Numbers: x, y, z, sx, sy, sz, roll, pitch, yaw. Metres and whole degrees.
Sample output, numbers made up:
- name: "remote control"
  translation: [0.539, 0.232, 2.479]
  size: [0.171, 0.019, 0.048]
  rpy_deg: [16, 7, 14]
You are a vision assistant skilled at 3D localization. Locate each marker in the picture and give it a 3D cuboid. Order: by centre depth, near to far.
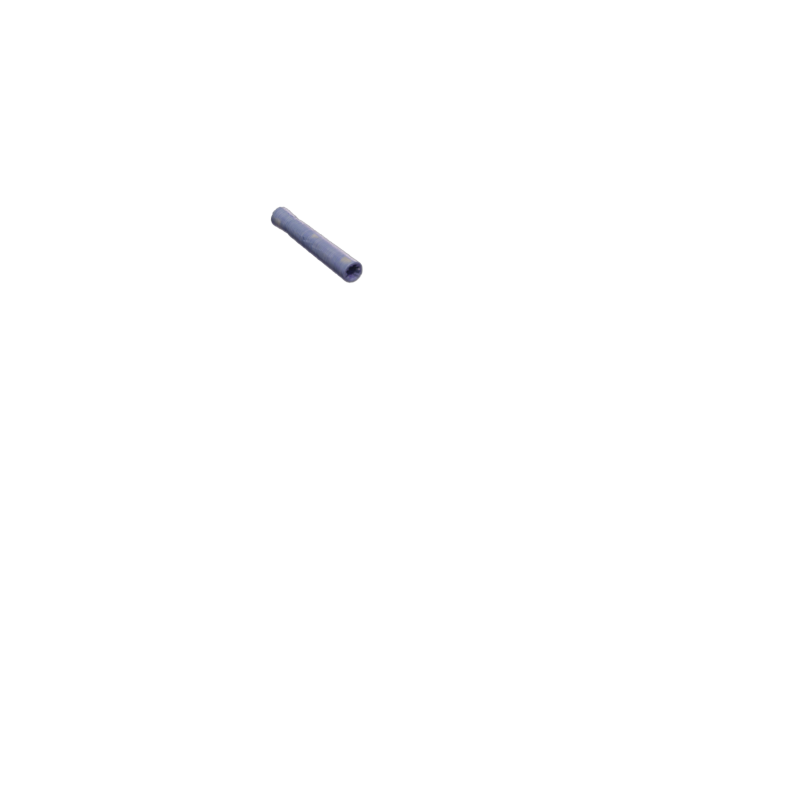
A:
- name: "marker"
  translation: [-0.072, -0.131, 0.918]
  size: [0.019, 0.019, 0.130]
  rpy_deg: [-3, 30, -37]
